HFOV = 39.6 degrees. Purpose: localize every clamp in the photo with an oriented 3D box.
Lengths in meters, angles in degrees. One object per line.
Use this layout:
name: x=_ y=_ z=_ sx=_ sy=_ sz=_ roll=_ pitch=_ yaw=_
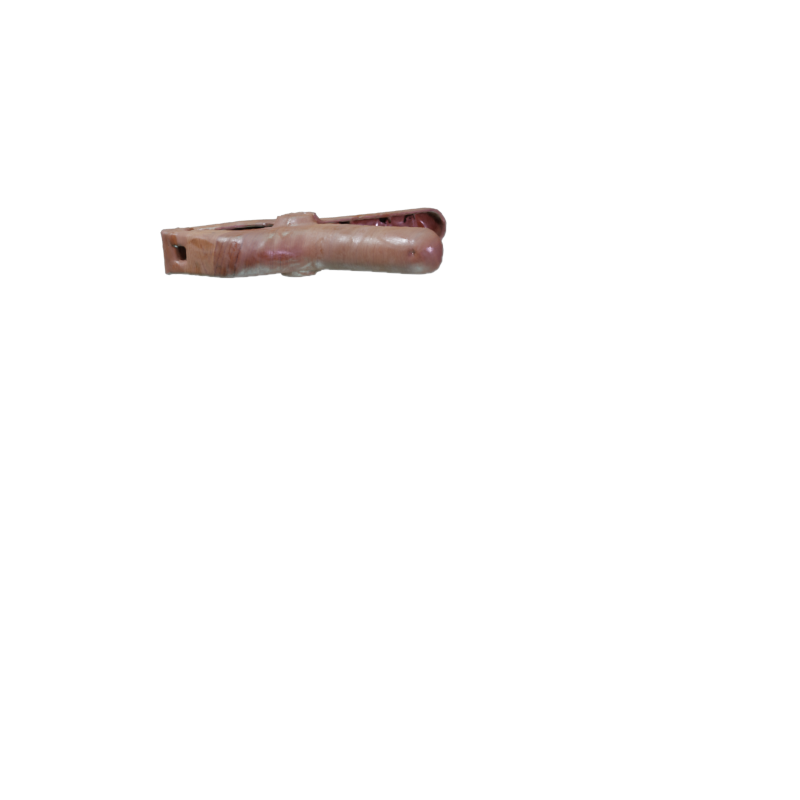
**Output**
clamp: x=-0.051 y=-0.093 z=0.651 sx=0.175 sy=0.039 sz=0.119 roll=3 pitch=10 yaw=15
